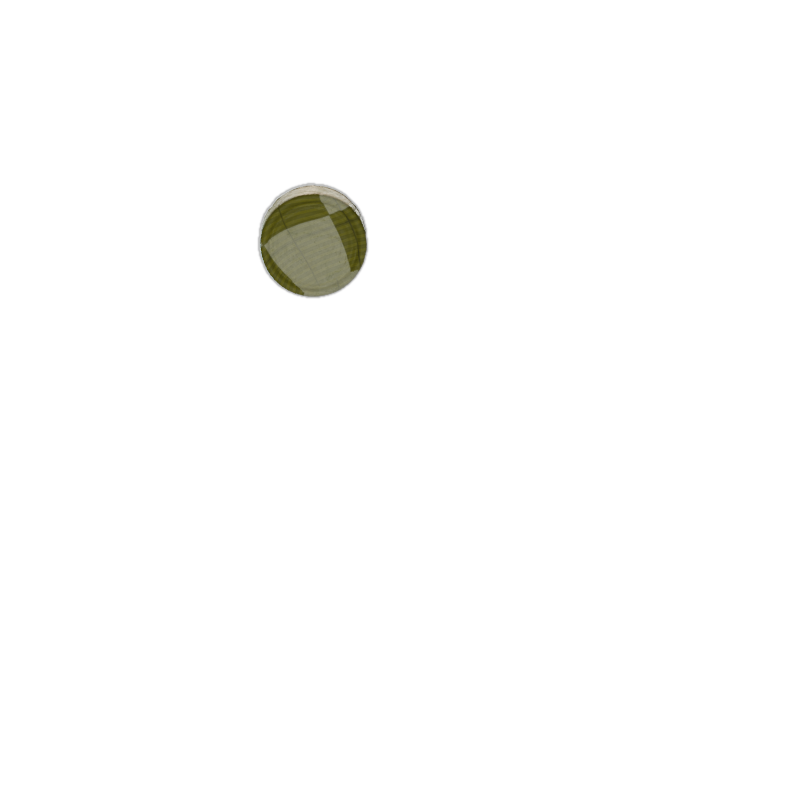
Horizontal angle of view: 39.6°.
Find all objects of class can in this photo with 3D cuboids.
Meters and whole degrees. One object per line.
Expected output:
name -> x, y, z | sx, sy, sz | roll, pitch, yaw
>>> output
can -> -0.069, -0.125, 0.877 | 0.086, 0.083, 0.035 | 0, 15, -1
